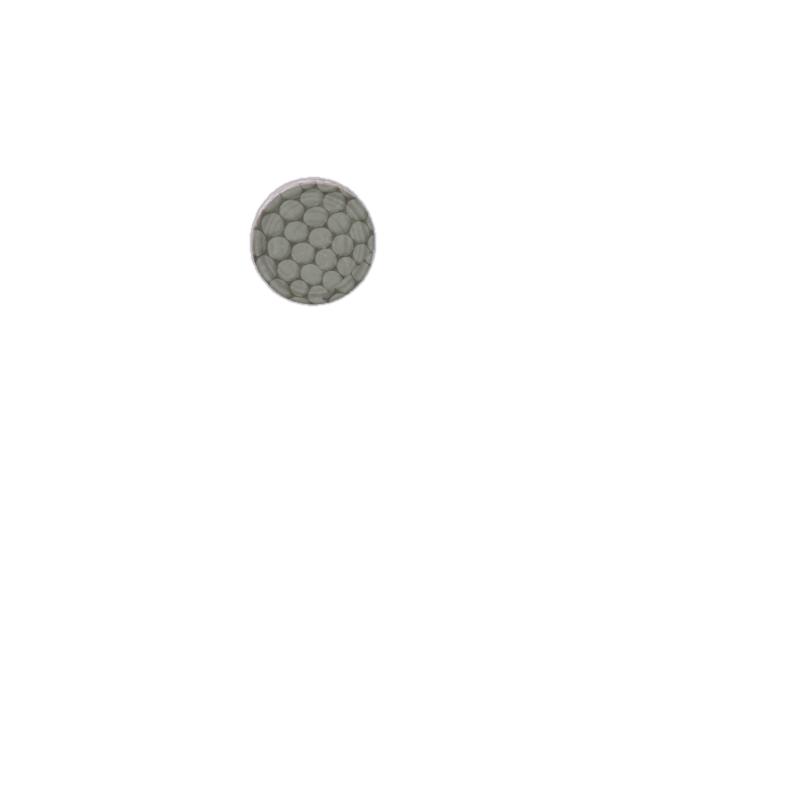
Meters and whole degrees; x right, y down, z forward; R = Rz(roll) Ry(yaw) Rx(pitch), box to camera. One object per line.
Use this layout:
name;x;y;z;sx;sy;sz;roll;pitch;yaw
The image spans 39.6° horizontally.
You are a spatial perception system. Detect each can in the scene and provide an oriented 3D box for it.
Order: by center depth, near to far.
can;-0.059;-0.108;0.760;0.086;0.085;0.034;0;6;-1
